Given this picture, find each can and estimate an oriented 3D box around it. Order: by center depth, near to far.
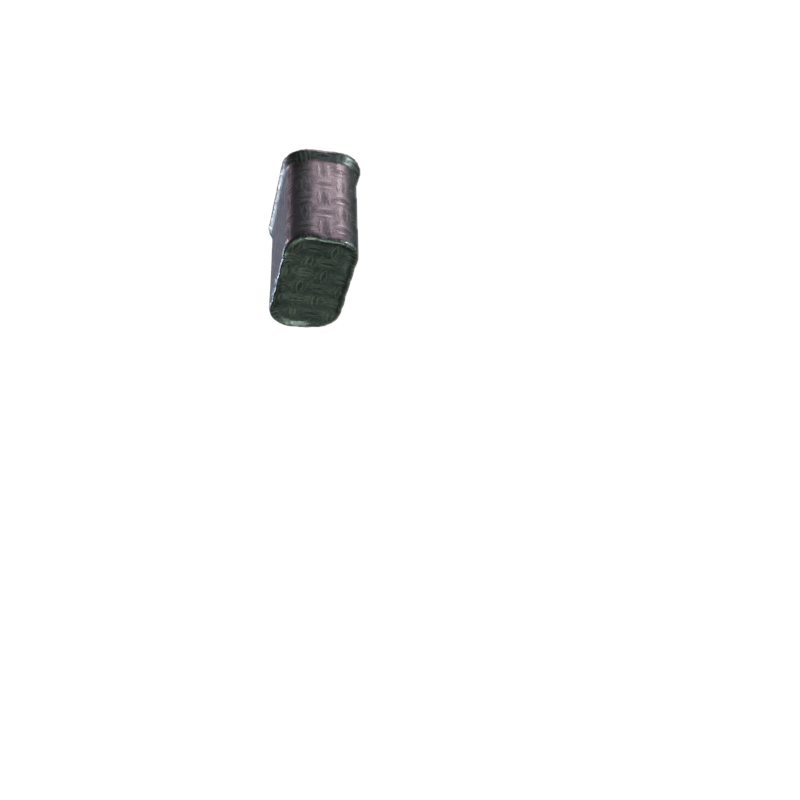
[{"bbox_3d":[-0.062,-0.113,0.791,0.057,0.090,0.096,7,-39,-11],"label":"can"}]
